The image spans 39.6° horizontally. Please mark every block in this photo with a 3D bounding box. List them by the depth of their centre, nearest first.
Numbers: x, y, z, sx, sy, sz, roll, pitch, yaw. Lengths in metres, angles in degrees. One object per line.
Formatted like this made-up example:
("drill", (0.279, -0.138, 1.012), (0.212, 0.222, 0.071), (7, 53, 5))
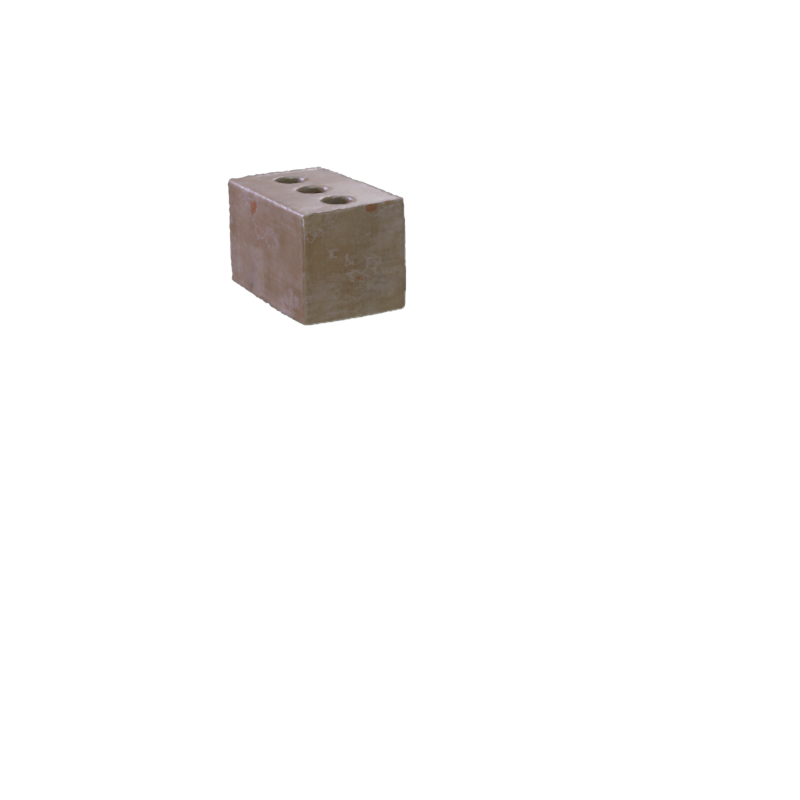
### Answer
("block", (-0.040, -0.073, 0.508), (0.052, 0.049, 0.083), (-12, 25, -30))
